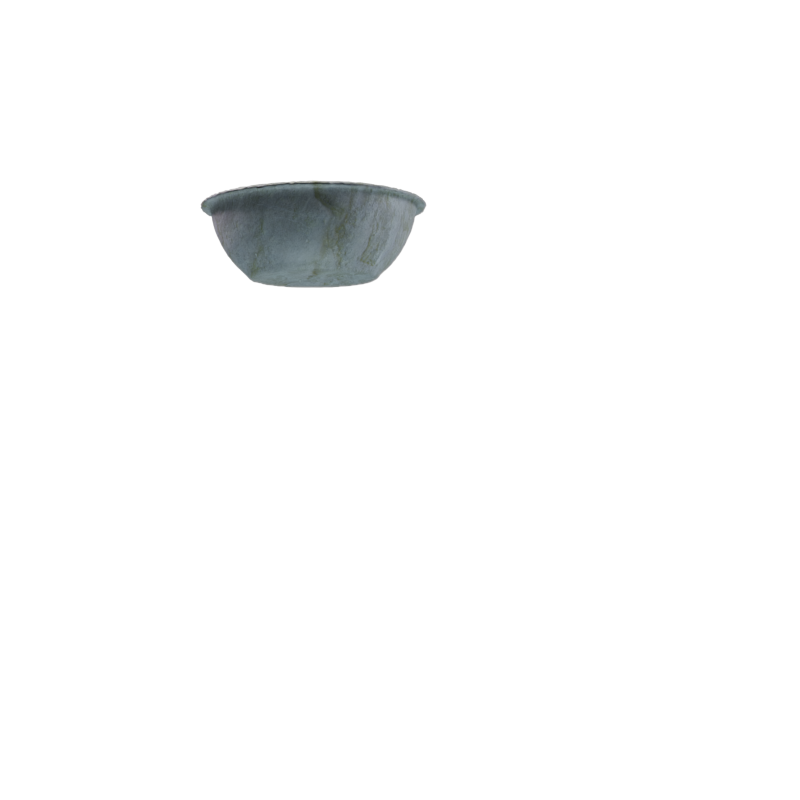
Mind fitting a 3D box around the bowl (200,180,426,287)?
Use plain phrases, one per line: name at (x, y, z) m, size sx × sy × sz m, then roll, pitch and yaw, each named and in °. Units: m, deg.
bowl at (-0.062, -0.113, 0.793) m, size 0.162 × 0.056 × 0.160 m, roll 0°, pitch -3°, yaw -2°
